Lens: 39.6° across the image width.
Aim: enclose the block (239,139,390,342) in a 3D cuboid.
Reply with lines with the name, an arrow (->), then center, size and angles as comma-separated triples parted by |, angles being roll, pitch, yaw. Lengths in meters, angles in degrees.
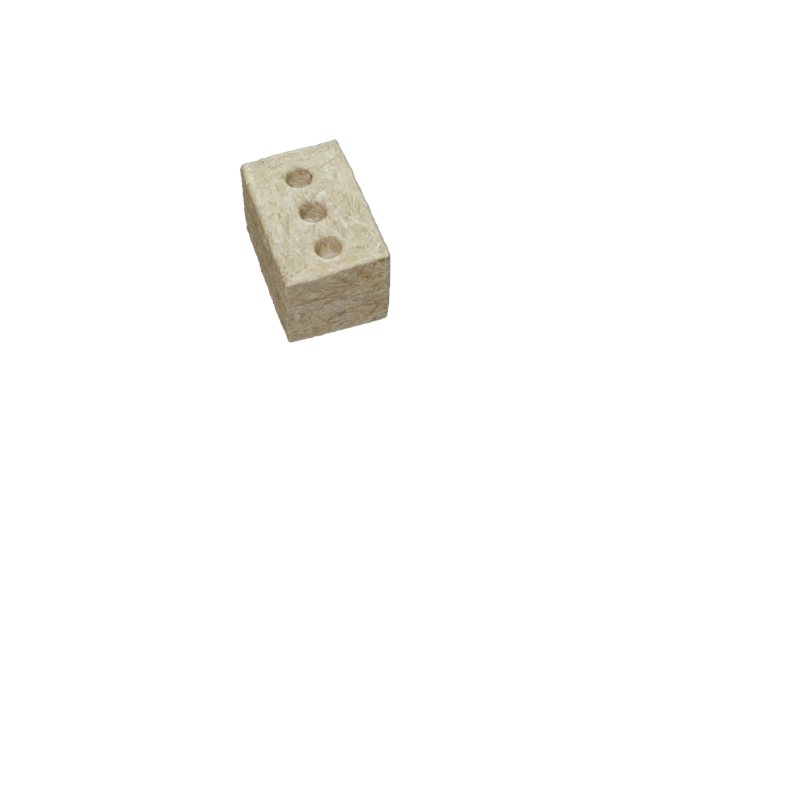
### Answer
block -> -0.043, -0.078, 0.543 | 0.052, 0.084, 0.048 | -17, -31, -12
